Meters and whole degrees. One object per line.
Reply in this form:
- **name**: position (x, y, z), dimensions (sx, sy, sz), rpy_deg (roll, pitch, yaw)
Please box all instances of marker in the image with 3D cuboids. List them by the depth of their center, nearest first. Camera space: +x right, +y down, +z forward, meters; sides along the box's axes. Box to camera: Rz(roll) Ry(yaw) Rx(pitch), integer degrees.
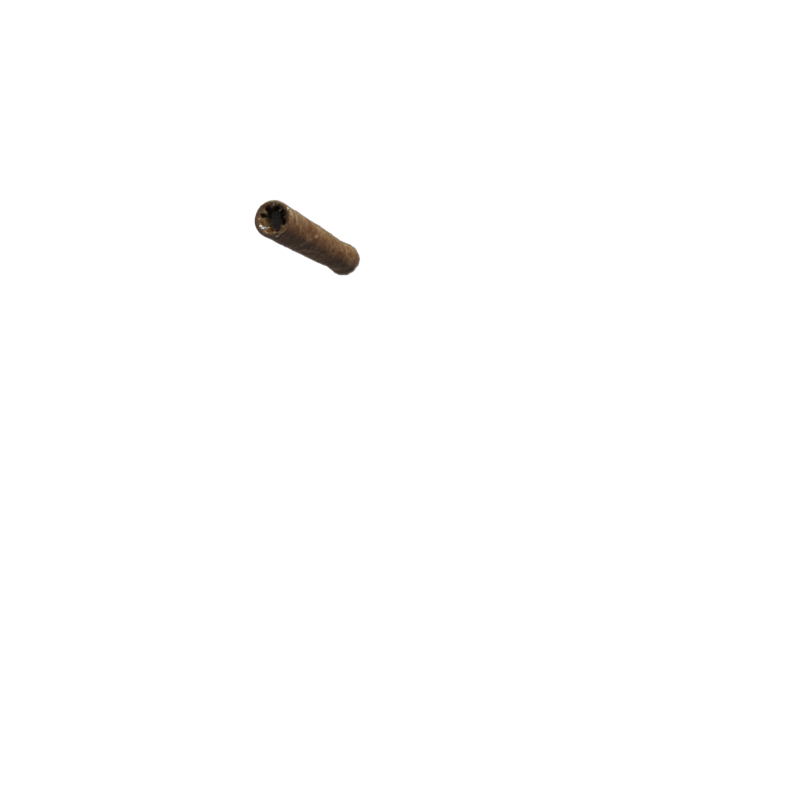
- **marker**: position (-0.046, -0.084, 0.586), dimensions (0.020, 0.020, 0.116), rpy_deg (1, -3, 16)
